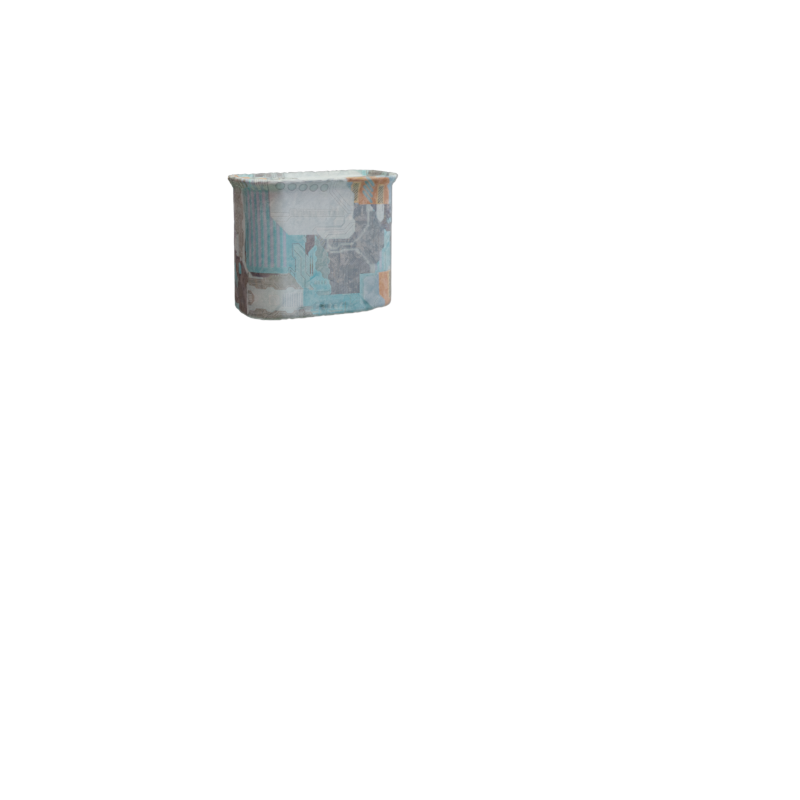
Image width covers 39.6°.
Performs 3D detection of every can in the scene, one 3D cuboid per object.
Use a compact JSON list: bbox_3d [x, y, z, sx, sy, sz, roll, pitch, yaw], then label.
[{"bbox_3d":[-0.053,-0.097,0.682,0.099,0.082,0.060,-6,12,-27],"label":"can"}]
